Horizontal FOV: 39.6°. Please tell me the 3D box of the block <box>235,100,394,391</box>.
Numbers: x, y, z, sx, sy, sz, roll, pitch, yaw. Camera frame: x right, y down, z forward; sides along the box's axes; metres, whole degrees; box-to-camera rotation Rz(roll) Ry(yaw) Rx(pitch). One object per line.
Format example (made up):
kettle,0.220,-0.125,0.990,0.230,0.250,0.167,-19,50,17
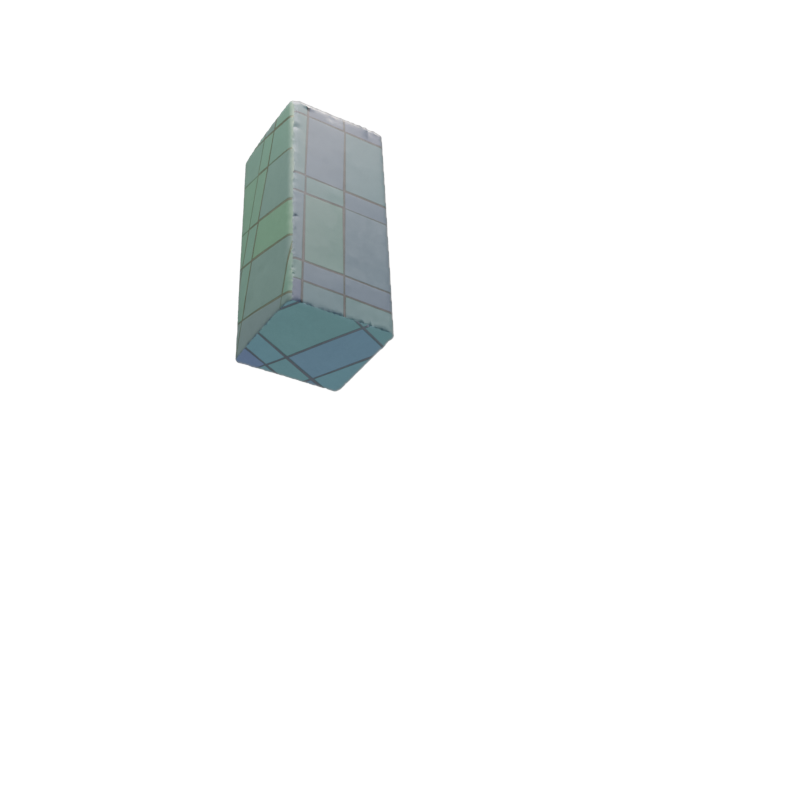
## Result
block,-0.069,-0.126,0.881,0.087,0.221,0.088,18,-42,-25
